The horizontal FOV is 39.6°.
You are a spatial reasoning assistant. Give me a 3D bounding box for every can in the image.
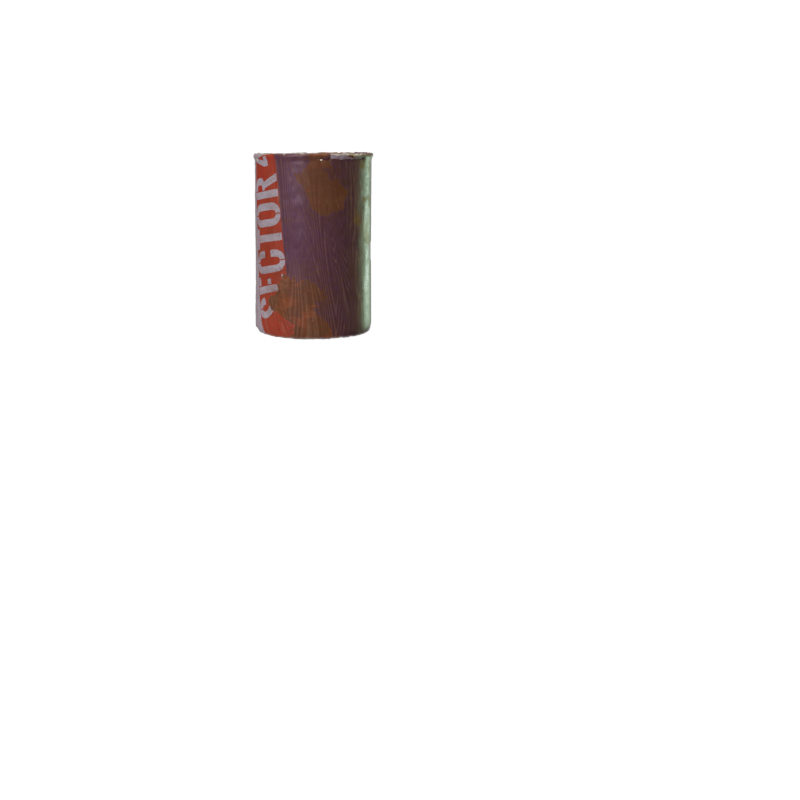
[{"bbox_3d":[-0.050,-0.091,0.634,0.068,0.101,0.070,0,8,-2],"label":"can"}]
